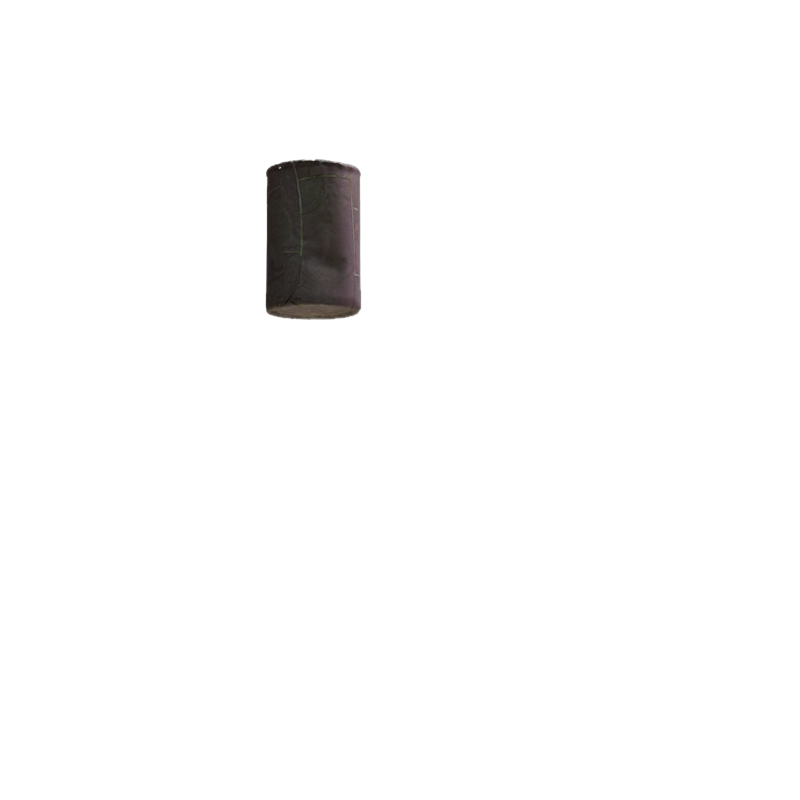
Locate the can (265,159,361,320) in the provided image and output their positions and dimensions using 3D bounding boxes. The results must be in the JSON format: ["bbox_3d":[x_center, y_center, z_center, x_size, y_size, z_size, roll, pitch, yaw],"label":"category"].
[{"bbox_3d":[-0.061,-0.112,0.782,0.068,0.105,0.067,0,-10,-2],"label":"can"}]
